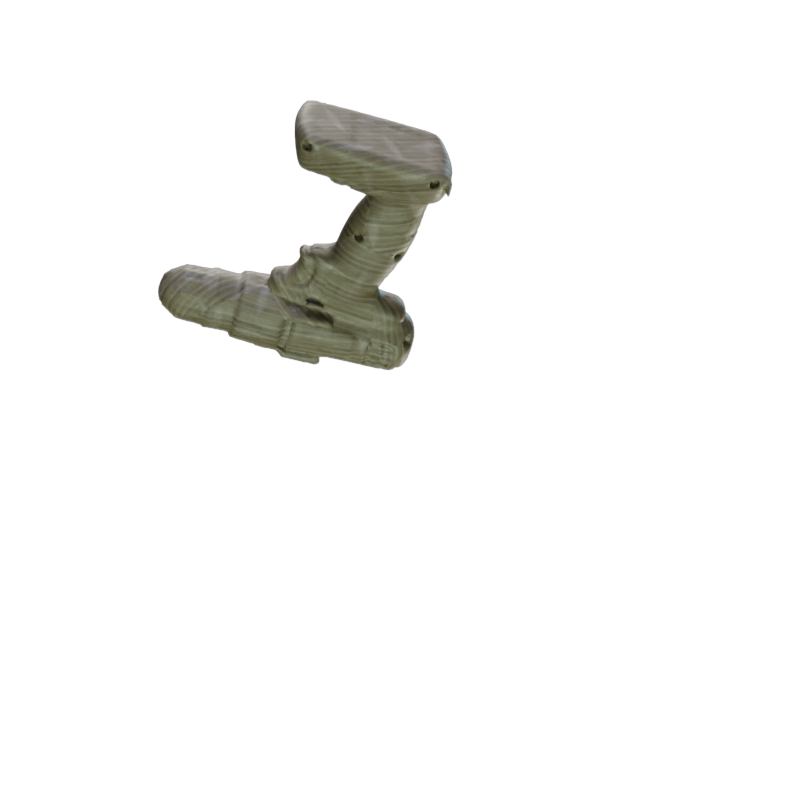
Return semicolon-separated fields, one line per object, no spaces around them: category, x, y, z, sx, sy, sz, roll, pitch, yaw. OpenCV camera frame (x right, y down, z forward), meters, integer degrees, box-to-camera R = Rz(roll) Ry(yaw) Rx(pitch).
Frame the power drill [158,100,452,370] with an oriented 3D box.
power drill;-0.059;-0.107;0.748;0.181;0.178;0.062;13;41;-12
